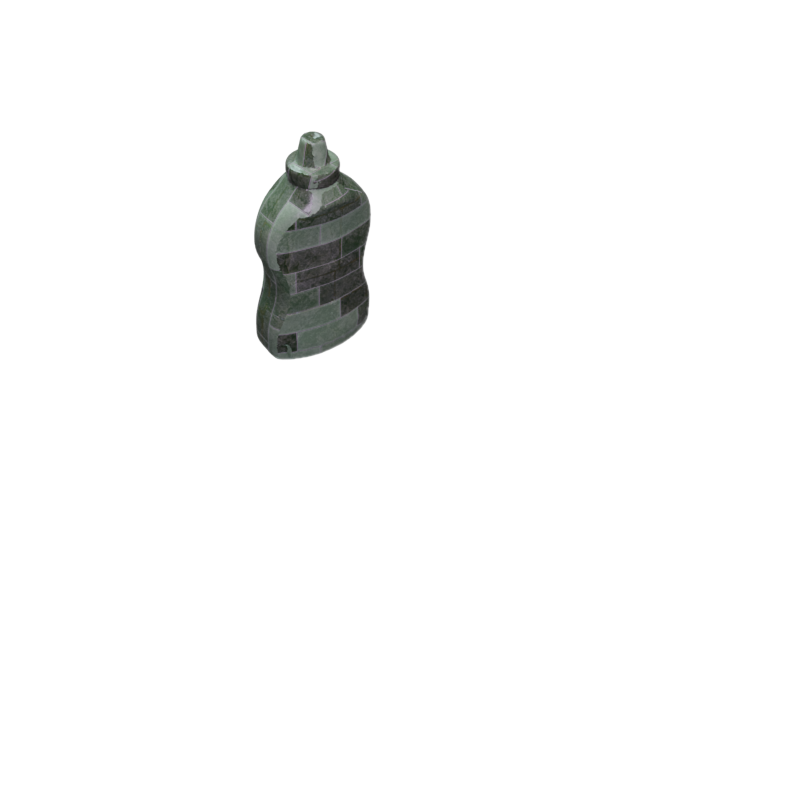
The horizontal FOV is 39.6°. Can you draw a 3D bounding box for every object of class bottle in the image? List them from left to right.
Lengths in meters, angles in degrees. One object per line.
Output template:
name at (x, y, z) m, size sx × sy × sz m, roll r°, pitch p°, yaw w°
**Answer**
bottle at (-0.068, -0.124, 0.870) m, size 0.095 × 0.179 × 0.063 m, roll -22°, pitch 47°, yaw -26°
